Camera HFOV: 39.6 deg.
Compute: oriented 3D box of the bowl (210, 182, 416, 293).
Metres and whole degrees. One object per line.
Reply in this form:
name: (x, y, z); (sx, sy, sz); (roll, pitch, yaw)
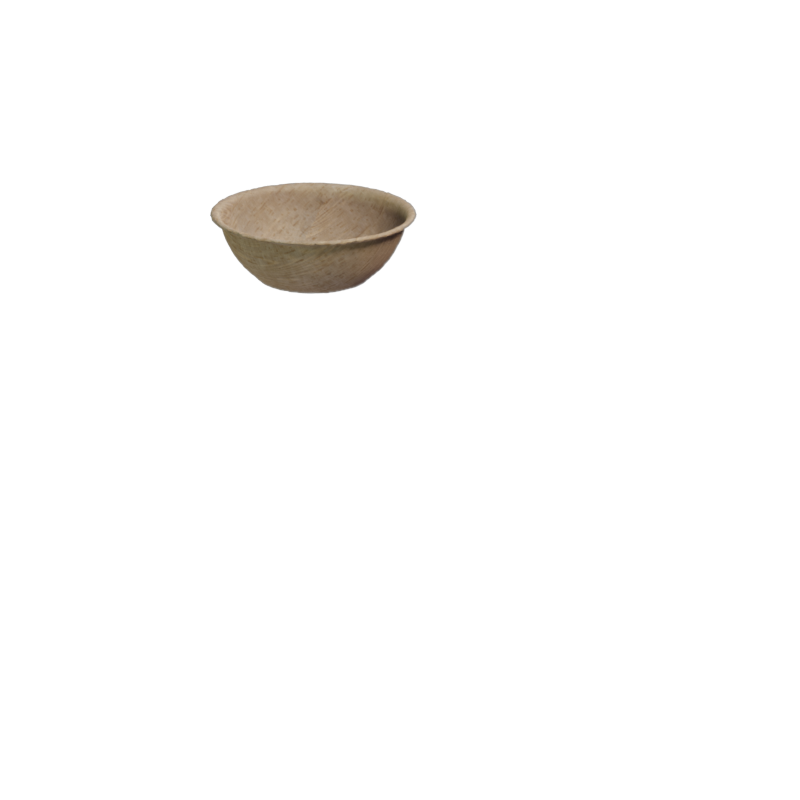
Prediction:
bowl: (-0.069, -0.125, 0.879); (0.162, 0.052, 0.170); (-1, 25, -2)
